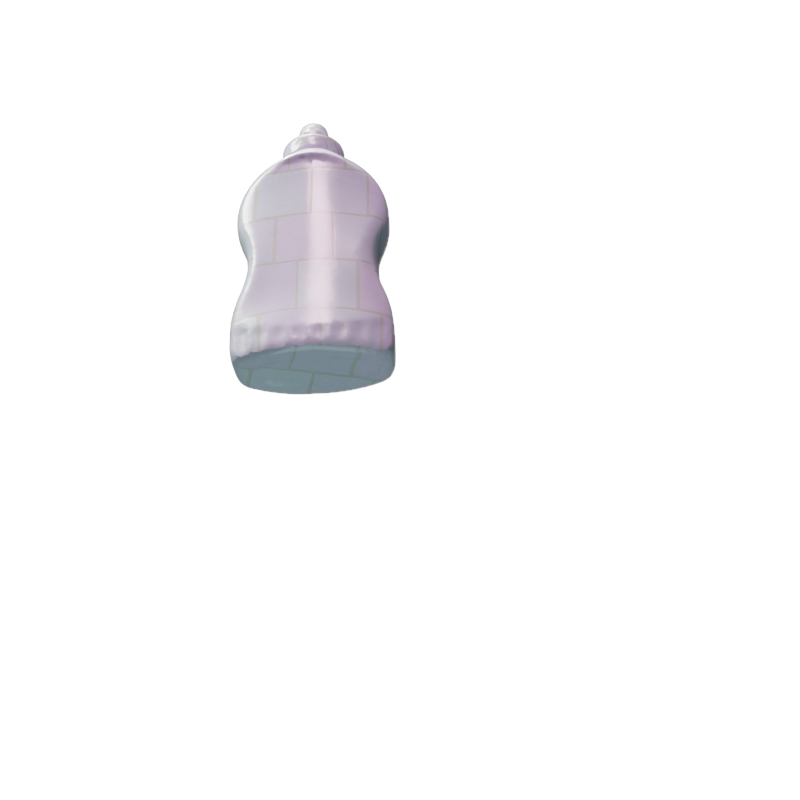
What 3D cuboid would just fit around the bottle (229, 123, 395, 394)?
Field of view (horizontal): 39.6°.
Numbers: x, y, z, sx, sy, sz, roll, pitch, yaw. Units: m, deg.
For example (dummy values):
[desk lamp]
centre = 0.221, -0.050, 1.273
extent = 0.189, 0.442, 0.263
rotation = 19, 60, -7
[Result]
[bottle]
centre = -0.055, -0.099, 0.697
extent = 0.096, 0.205, 0.054
rotation = -5, -35, 4
